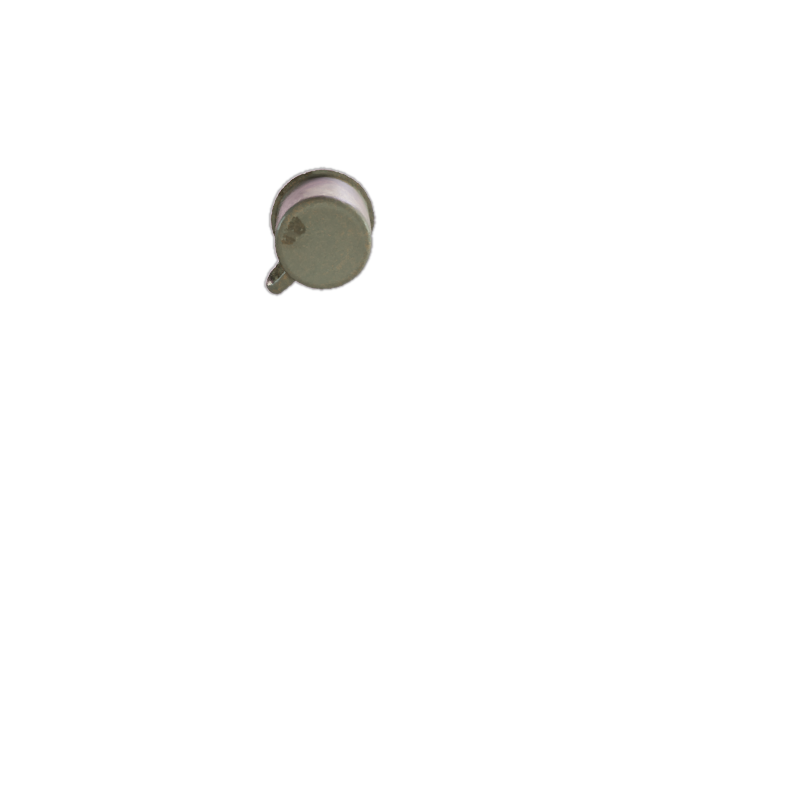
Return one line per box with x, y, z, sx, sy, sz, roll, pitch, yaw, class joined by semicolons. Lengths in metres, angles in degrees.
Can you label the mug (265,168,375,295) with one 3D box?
-0.075;-0.136;0.952;0.090;0.116;0.085;43;13;-15;mug
